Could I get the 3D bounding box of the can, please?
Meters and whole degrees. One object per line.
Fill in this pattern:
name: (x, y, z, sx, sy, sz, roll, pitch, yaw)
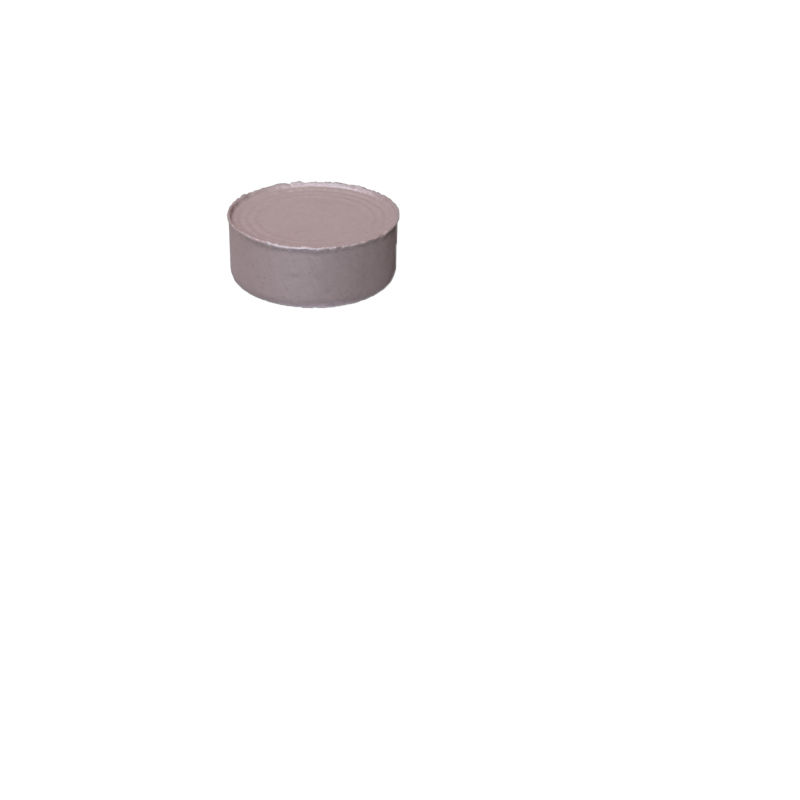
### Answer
can: (-0.044, -0.080, 0.558, 0.086, 0.032, 0.091, -1, 30, -2)
